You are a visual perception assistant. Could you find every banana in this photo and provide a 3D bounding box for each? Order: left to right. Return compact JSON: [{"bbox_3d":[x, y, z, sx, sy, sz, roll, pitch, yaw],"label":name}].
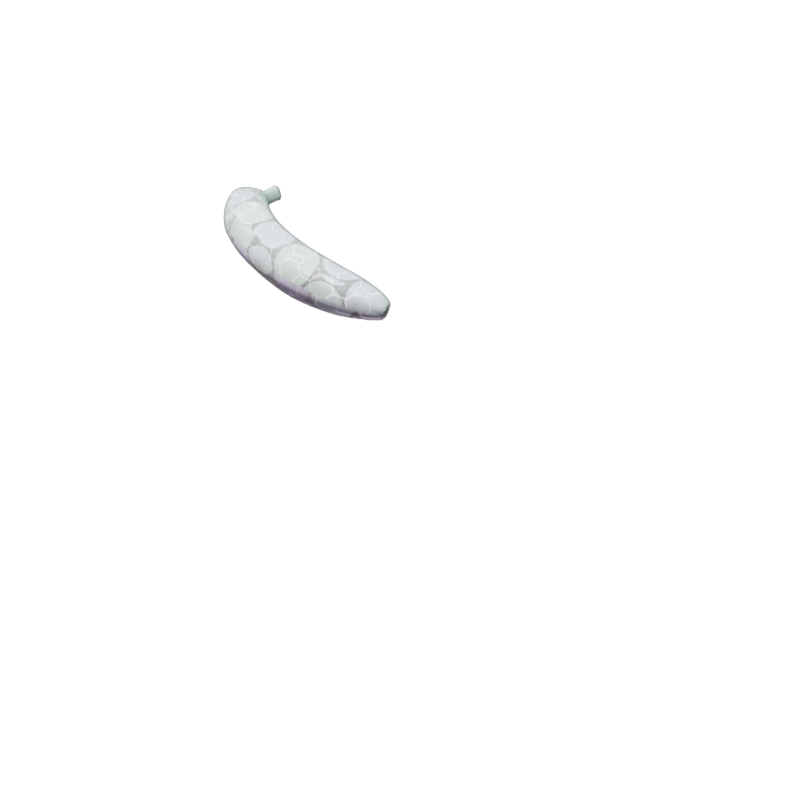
[{"bbox_3d":[-0.081,-0.112,0.797,0.069,0.034,0.214,-16,40,-21],"label":"banana"}]
